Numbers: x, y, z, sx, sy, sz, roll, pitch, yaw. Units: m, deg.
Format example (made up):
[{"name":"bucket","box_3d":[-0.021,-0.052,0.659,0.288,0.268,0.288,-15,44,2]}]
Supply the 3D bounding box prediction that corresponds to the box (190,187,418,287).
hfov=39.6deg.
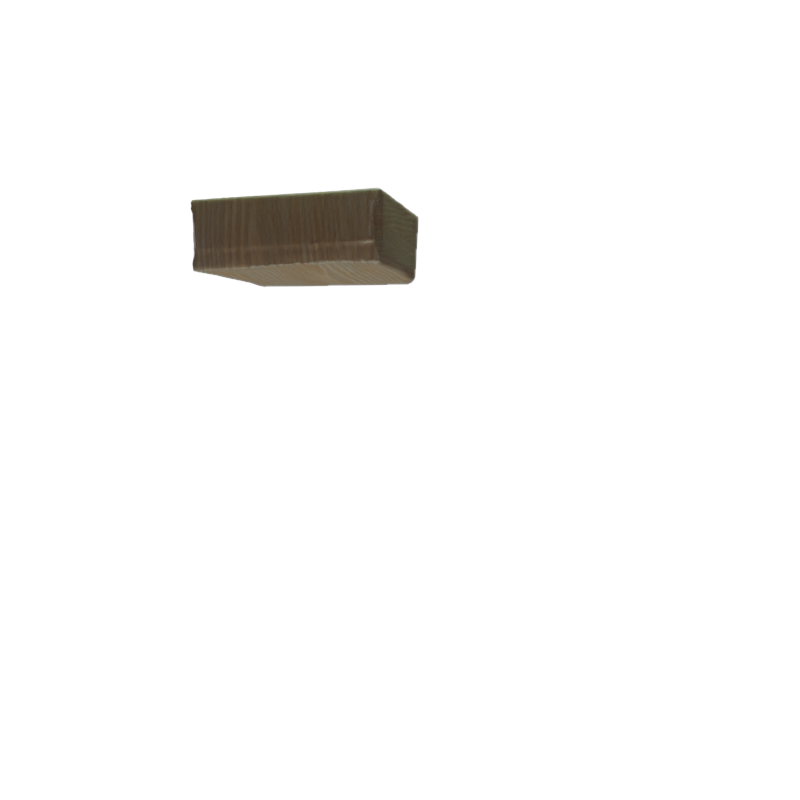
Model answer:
[{"name":"box","box_3d":[-0.043,-0.078,0.548,0.091,0.039,0.111,0,-1,12]}]
